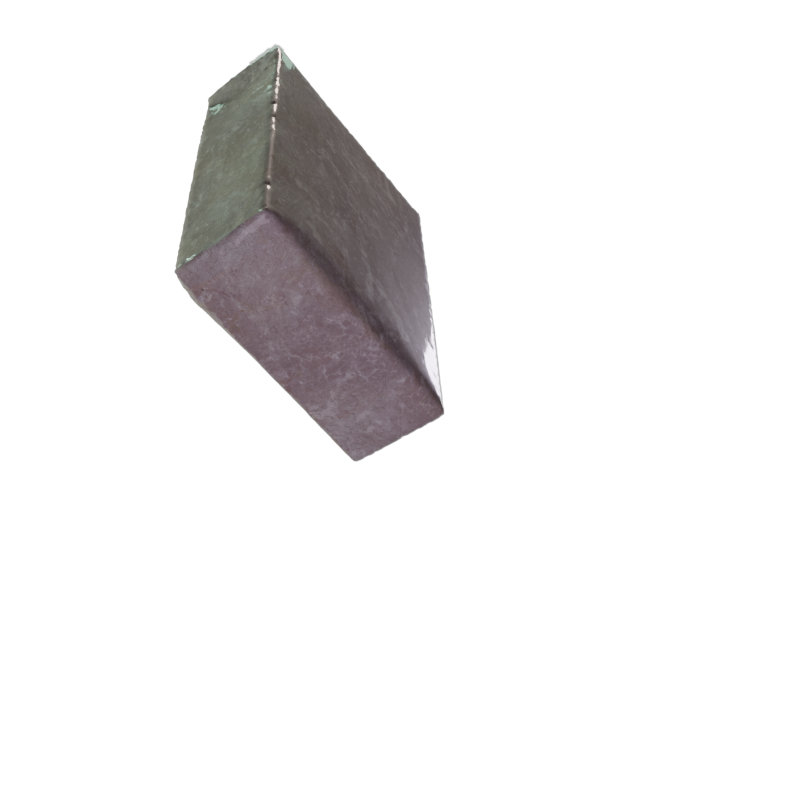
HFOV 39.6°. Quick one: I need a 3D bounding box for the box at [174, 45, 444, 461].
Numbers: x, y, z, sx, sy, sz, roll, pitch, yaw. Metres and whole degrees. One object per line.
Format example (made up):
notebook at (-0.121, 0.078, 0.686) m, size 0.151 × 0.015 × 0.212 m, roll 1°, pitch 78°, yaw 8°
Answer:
box at (-0.052, -0.096, 0.670) m, size 0.072 × 0.154 × 0.229 m, roll -32°, pitch 32°, yaw 19°
